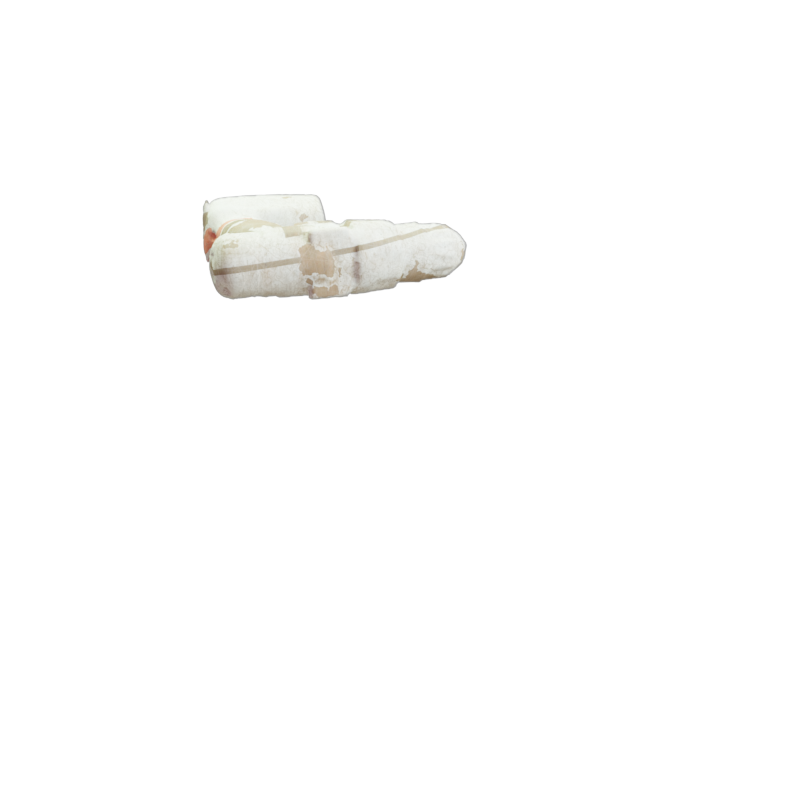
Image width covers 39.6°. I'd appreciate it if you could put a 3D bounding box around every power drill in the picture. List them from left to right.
[{"bbox_3d":[-0.066,-0.119,0.837,0.181,0.056,0.197,-5,16,-18],"label":"power drill"}]
